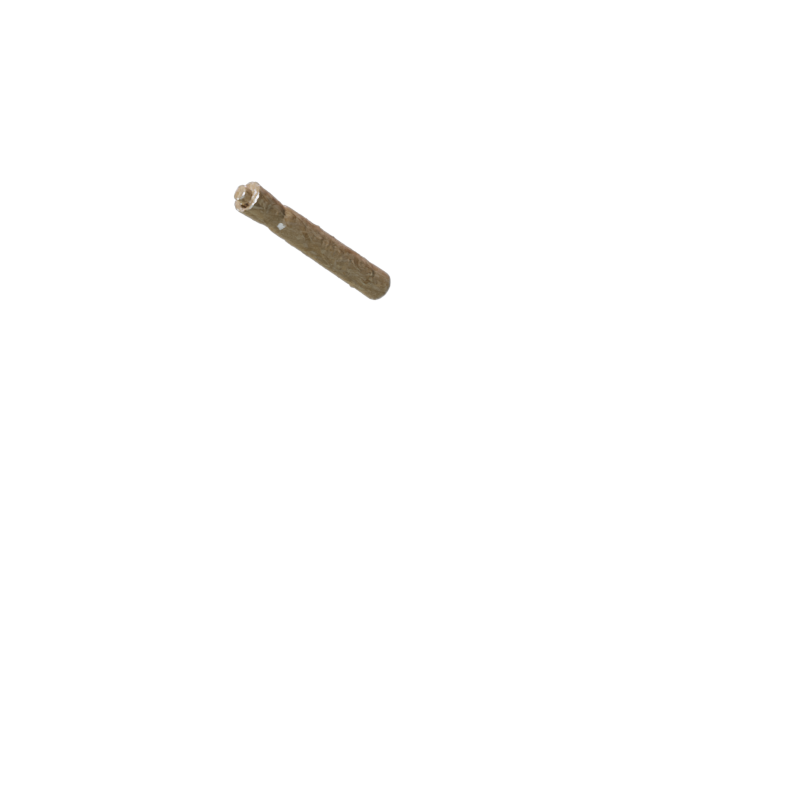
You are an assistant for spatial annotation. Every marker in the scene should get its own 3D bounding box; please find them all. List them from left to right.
[{"bbox_3d":[-0.049,-0.090,0.632,0.021,0.020,0.113,4,-20,46],"label":"marker"}]
